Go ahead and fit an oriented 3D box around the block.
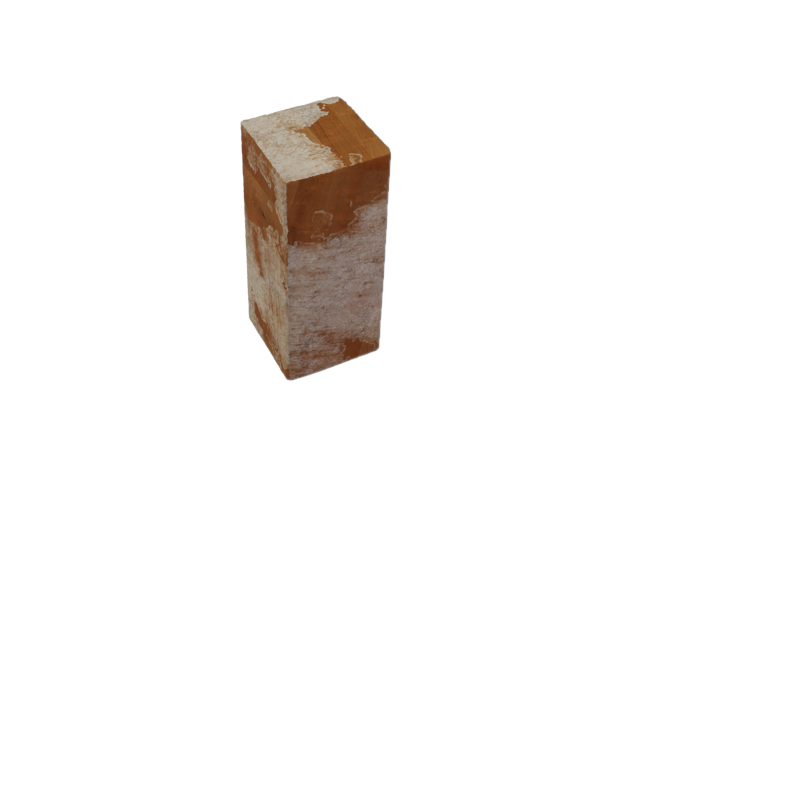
[{"bbox_3d":[-0.070,-0.129,0.901,0.089,0.192,0.098,-18,47,-21],"label":"block"}]
